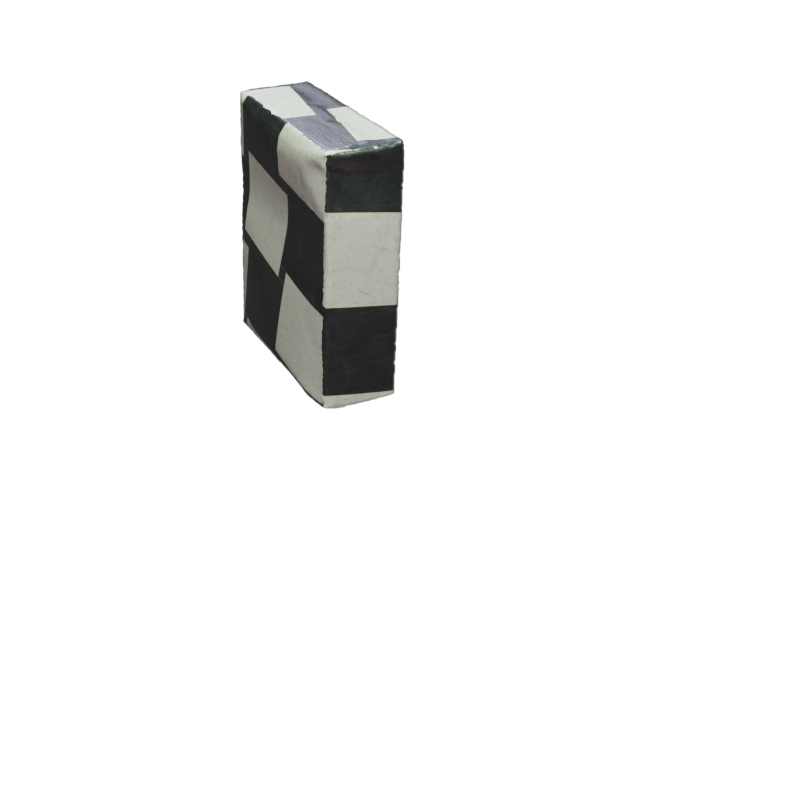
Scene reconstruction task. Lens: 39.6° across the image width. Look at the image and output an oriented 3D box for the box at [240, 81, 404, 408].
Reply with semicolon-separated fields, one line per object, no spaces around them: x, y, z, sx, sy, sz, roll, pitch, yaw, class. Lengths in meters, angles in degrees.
-0.069;-0.125;0.878;0.070;0.202;0.177;-12;31;-25;box
